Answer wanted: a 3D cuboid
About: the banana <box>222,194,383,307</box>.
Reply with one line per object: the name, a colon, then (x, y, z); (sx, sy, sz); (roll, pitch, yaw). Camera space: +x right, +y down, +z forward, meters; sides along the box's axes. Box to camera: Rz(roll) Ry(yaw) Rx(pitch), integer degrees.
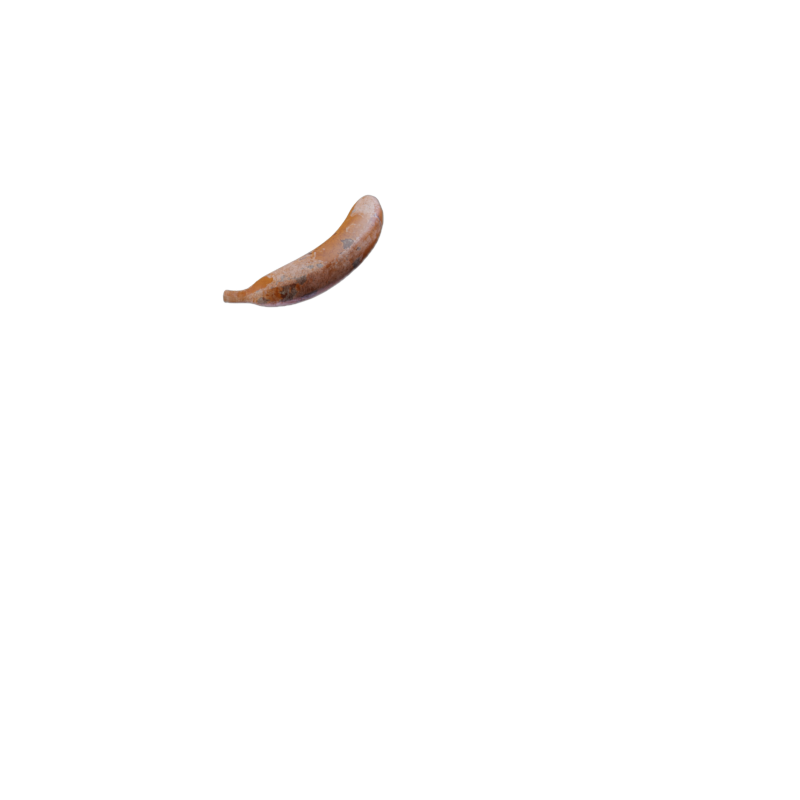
banana: (-0.066, -0.132, 0.987); (0.074, 0.034, 0.199); (28, 48, 28)
